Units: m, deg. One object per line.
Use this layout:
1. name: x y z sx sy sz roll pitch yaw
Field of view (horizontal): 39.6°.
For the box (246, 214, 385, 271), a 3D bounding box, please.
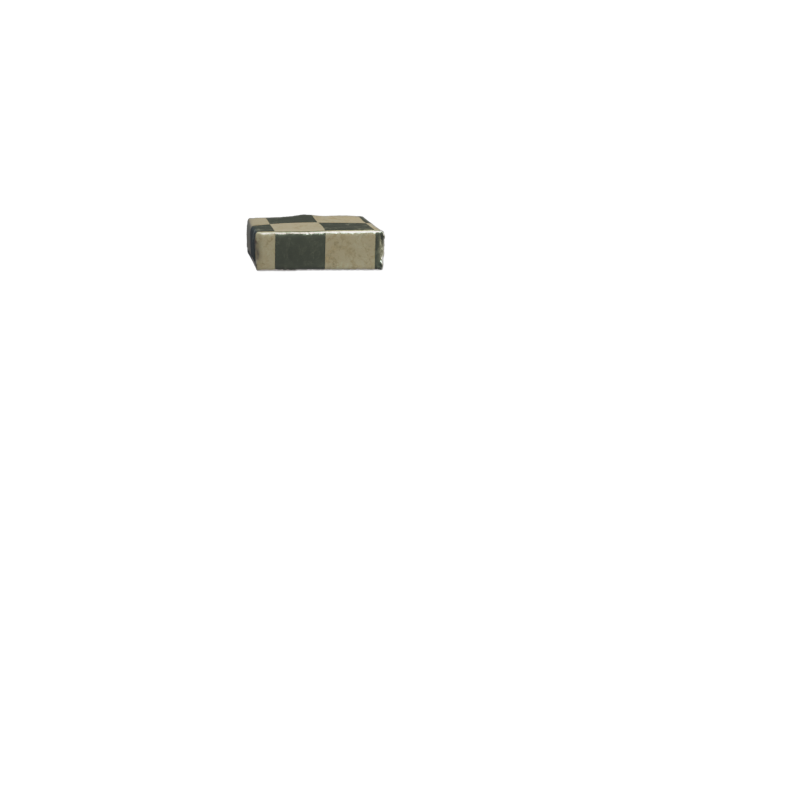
1. box: -0.061 -0.111 0.777 0.088 0.029 0.076 -3 16 -9
